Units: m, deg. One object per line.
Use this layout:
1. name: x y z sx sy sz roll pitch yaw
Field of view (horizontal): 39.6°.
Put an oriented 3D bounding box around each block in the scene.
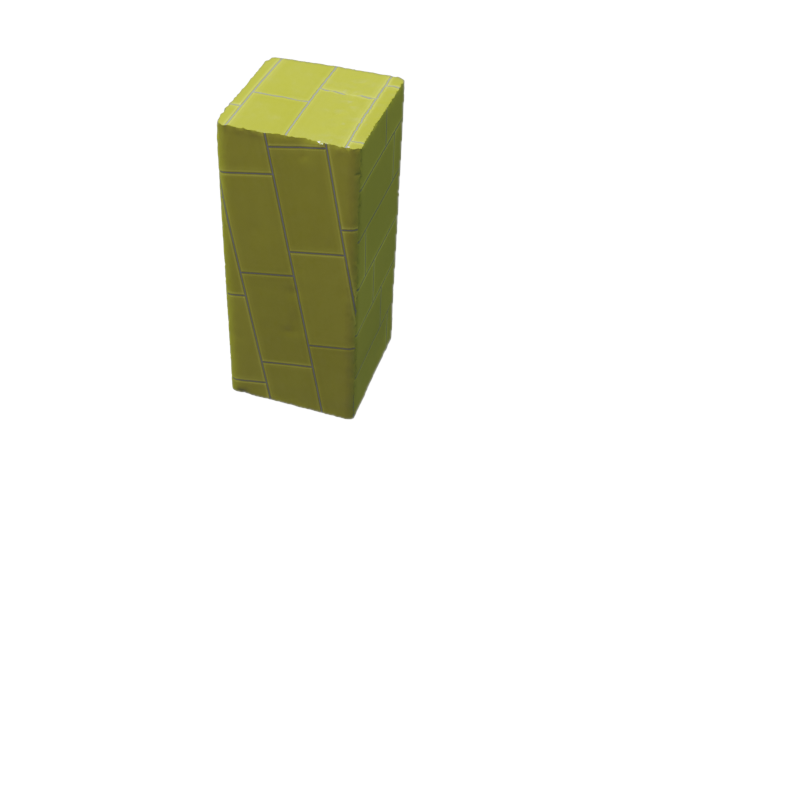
1. block: -0.056 -0.101 0.706 0.092 0.192 0.095 13 41 12
